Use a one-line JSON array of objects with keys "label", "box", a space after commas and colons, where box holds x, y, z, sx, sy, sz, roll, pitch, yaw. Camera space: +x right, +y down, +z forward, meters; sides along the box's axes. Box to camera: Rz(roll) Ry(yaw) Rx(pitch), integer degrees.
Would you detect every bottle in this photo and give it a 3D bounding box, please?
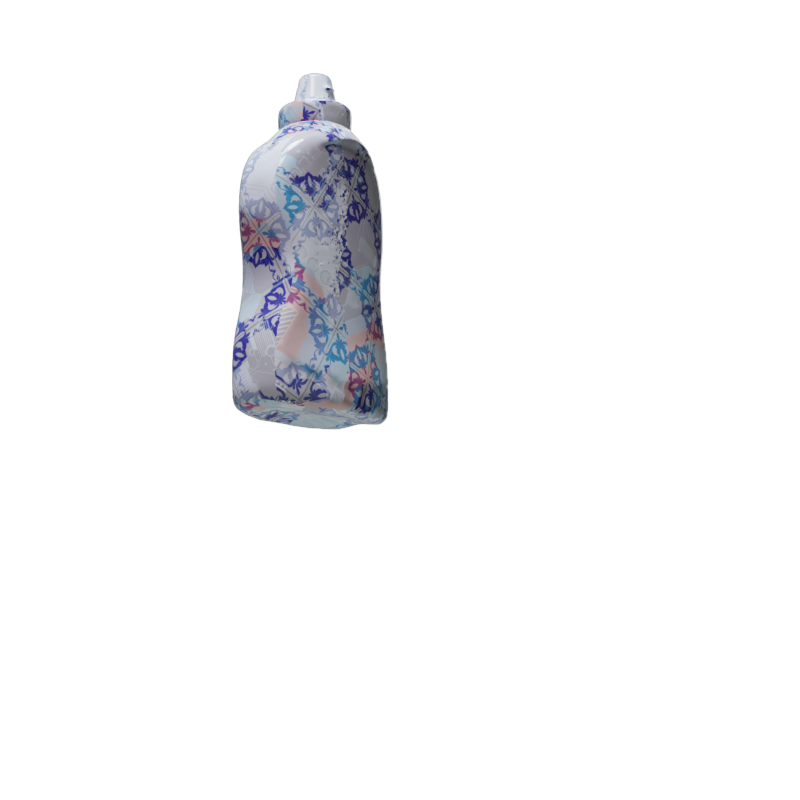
[{"label": "bottle", "box": [-0.046, -0.085, 0.596, 0.059, 0.199, 0.090, -14, -20, 36]}]
